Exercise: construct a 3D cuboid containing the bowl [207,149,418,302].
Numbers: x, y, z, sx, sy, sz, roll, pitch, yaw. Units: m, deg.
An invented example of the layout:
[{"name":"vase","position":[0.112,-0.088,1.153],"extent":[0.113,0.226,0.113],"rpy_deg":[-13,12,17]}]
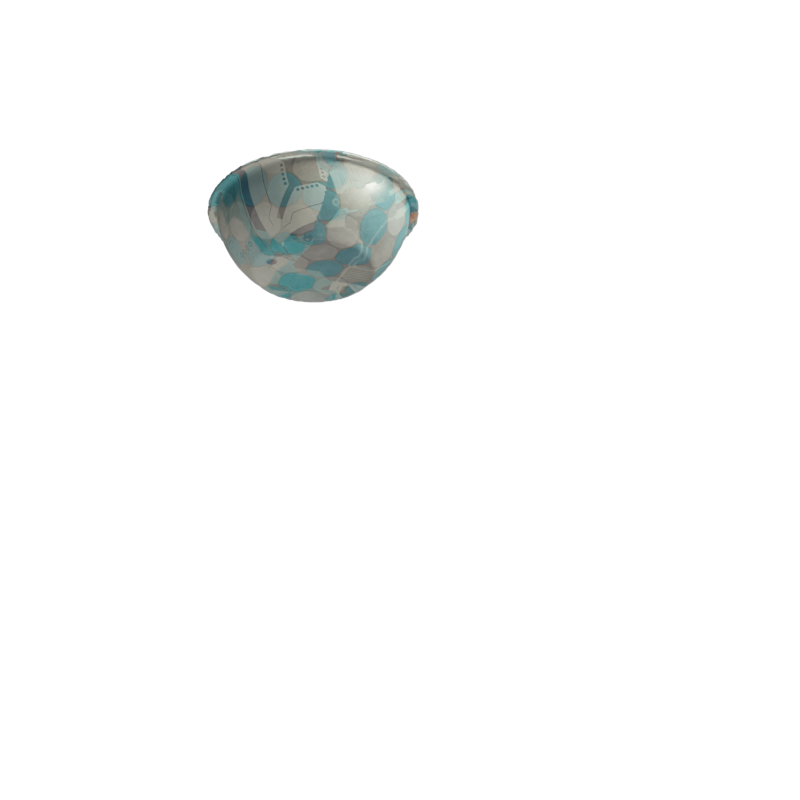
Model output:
[{"name":"bowl","position":[-0.065,-0.119,0.835],"extent":[0.162,0.058,0.153],"rpy_deg":[1,-27,-2]}]
